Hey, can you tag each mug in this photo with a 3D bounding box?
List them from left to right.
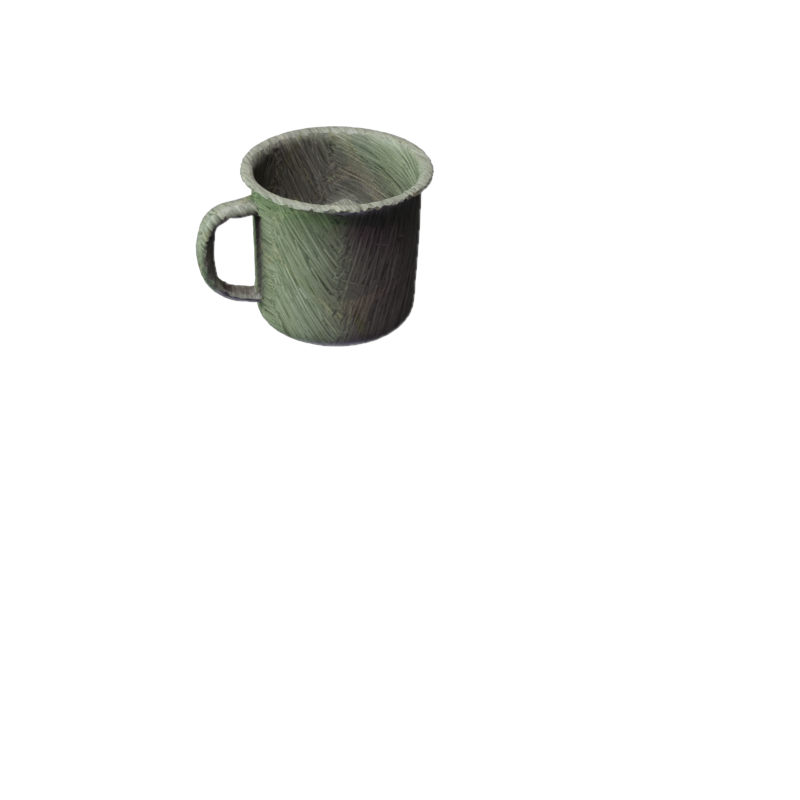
[{"bbox_3d":[-0.043,-0.078,0.548,0.115,0.076,0.101,-12,36,-19],"label":"mug"}]
